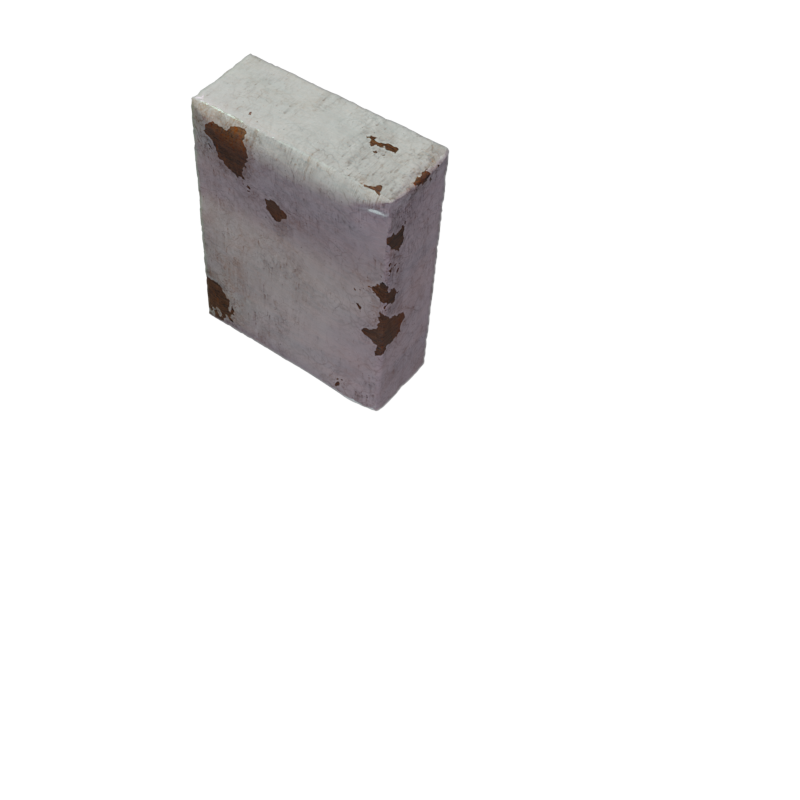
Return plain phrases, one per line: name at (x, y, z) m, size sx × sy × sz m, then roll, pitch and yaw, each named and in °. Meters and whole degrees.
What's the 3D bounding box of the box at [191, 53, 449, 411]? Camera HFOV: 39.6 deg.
box at (-0.060, -0.110, 0.771) m, size 0.173 × 0.199 × 0.073 m, roll 31°, pitch 55°, yaw 22°
